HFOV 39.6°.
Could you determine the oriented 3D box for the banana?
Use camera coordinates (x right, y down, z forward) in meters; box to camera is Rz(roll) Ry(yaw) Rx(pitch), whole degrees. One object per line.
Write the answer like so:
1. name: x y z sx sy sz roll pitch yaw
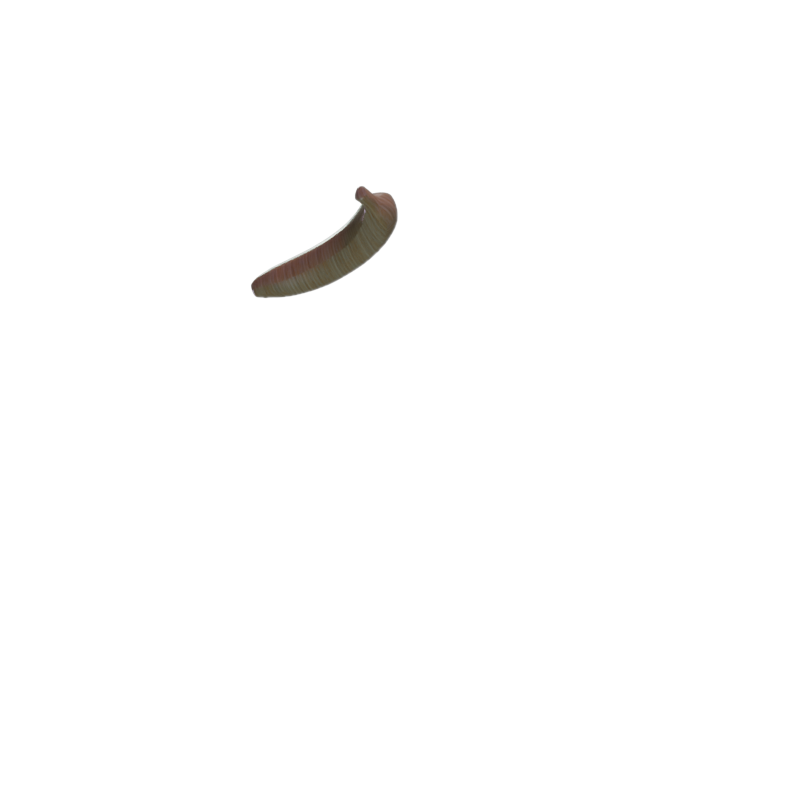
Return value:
1. banana: -0.057 -0.134 0.963 0.066 0.039 0.195 16 -30 -29
